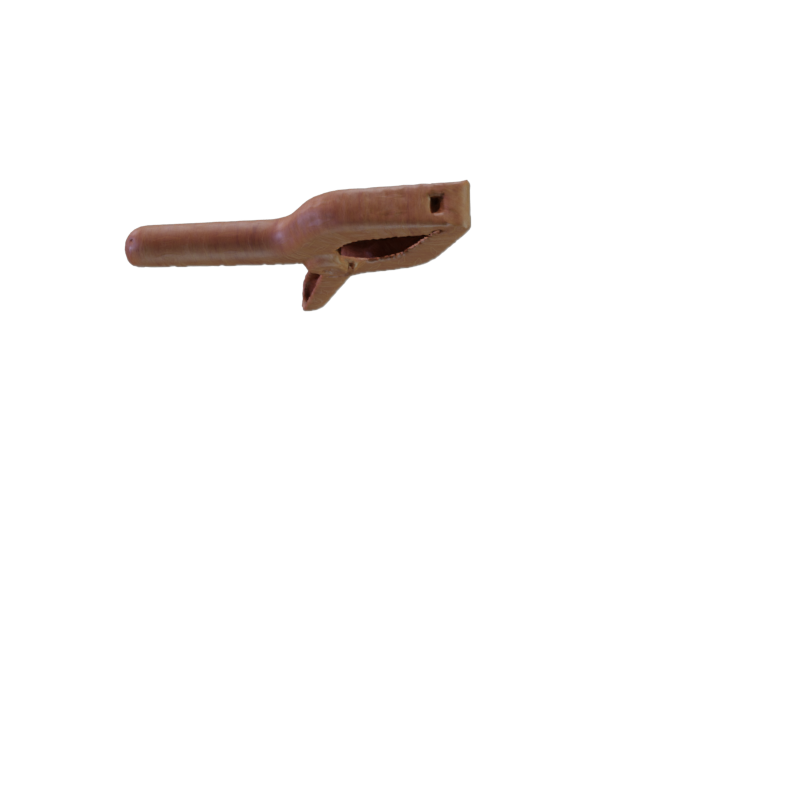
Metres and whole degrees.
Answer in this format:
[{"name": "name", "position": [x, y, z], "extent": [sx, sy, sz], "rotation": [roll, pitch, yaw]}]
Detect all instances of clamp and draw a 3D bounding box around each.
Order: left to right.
[{"name": "clamp", "position": [-0.052, -0.094, 0.659], "extent": [0.156, 0.038, 0.214], "rotation": [8, -13, -40]}]
